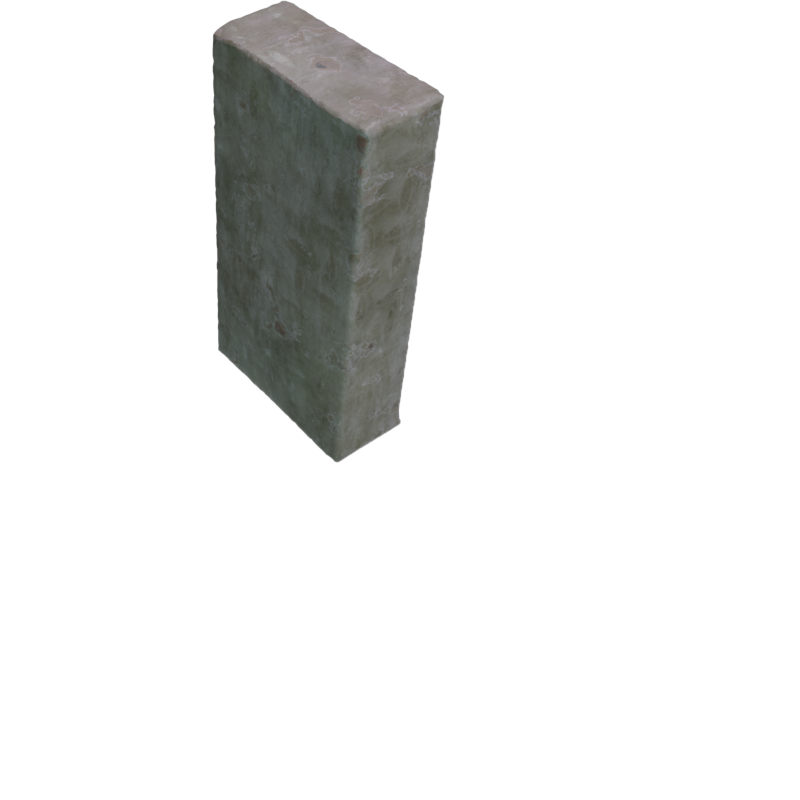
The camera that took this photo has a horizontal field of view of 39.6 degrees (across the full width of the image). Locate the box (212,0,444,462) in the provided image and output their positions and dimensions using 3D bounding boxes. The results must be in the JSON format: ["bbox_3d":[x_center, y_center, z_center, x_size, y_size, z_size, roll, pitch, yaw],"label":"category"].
[{"bbox_3d":[-0.037,-0.066,0.463,0.048,0.164,0.100,-29,53,-30],"label":"box"}]
